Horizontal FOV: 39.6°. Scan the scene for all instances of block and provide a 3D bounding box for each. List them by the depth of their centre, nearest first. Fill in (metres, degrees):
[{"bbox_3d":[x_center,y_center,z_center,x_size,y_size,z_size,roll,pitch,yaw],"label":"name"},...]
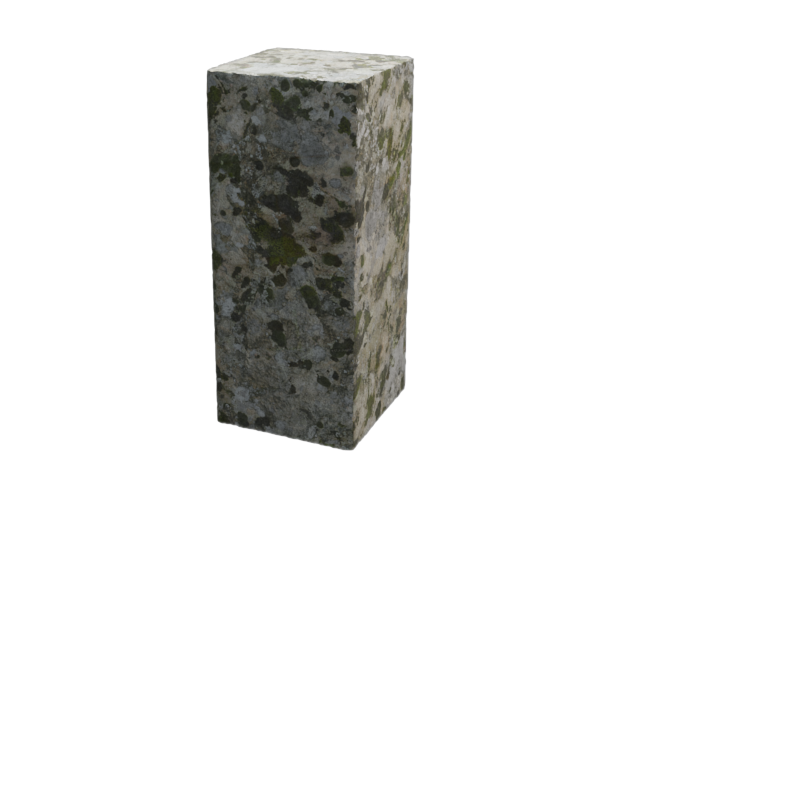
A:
[{"bbox_3d":[-0.050,-0.091,0.636,0.093,0.197,0.092,9,22,19],"label":"block"}]
